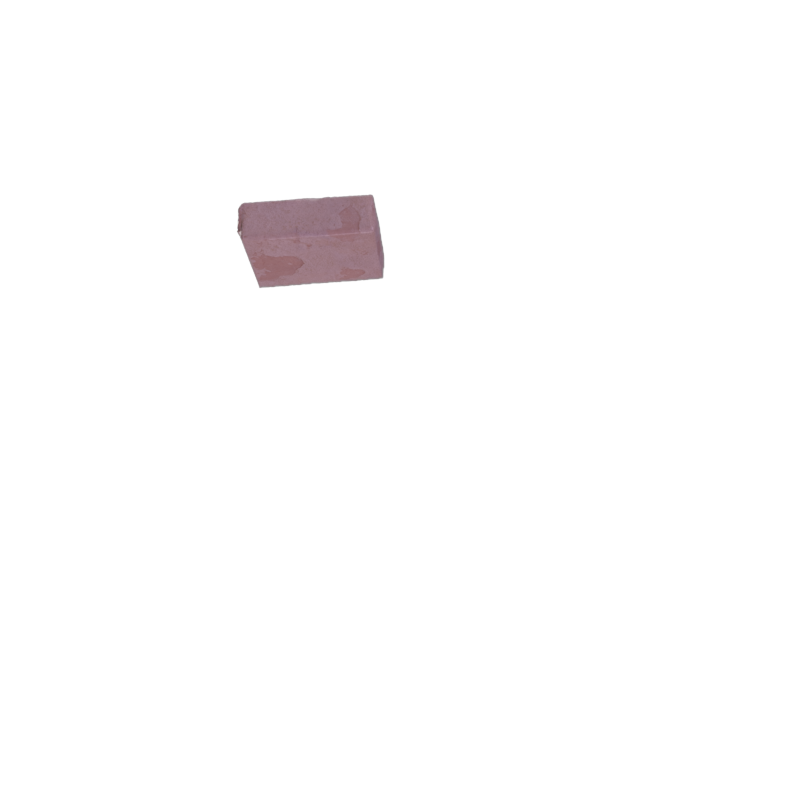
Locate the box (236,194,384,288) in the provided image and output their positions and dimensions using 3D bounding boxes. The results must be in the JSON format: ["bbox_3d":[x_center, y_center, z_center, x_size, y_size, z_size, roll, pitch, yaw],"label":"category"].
[{"bbox_3d":[-0.058,-0.105,0.735,0.090,0.032,0.069,-2,-22,6],"label":"box"}]
